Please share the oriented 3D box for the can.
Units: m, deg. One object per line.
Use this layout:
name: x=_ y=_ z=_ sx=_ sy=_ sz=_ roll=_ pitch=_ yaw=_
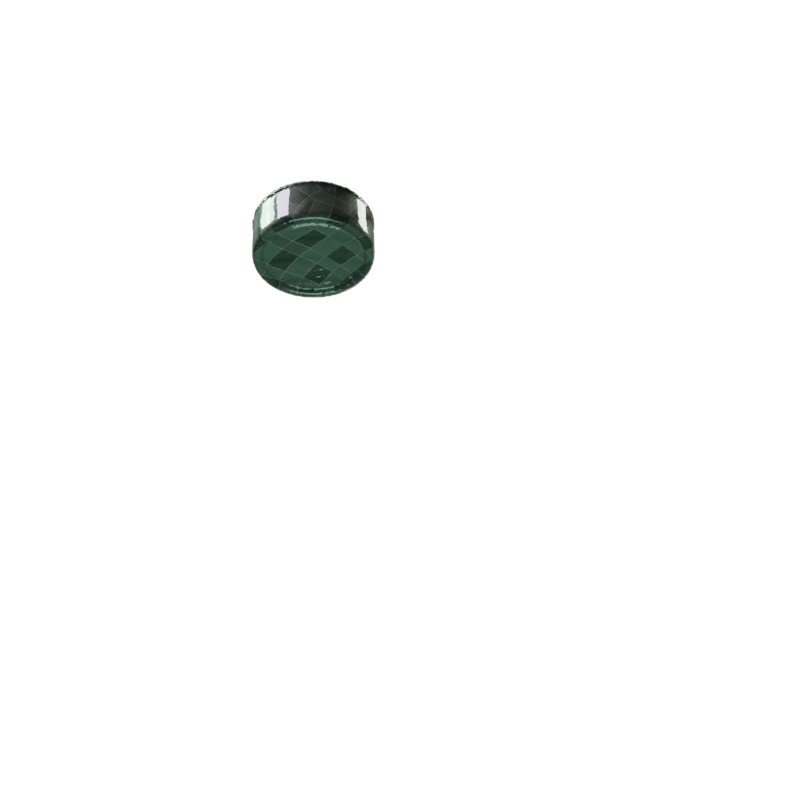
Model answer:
can: x=-0.060 y=-0.110 z=0.768 sx=0.086 sy=0.036 sz=0.080 roll=1 pitch=-39 yaw=-2
